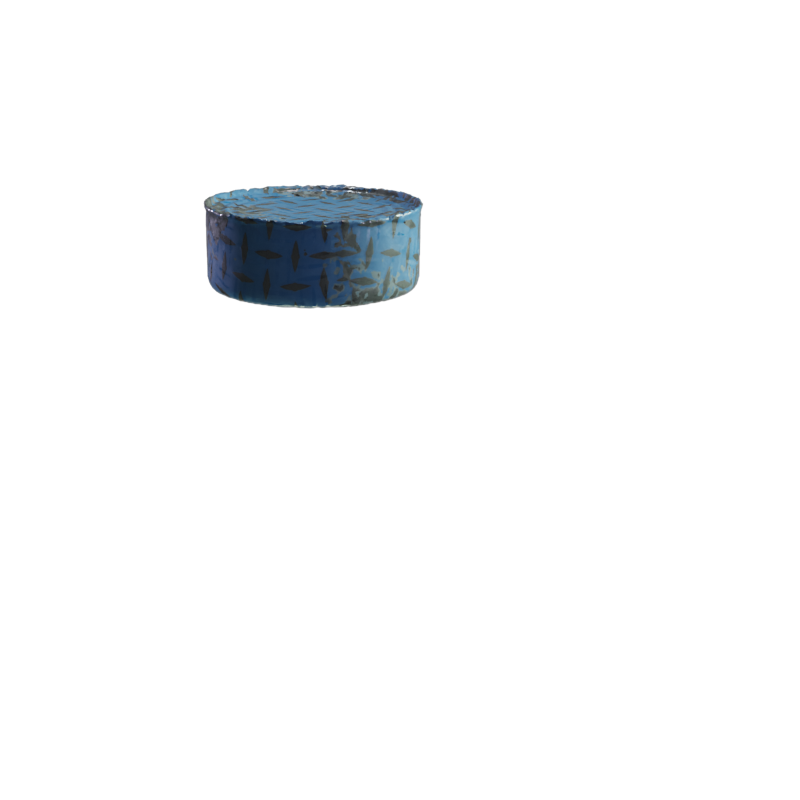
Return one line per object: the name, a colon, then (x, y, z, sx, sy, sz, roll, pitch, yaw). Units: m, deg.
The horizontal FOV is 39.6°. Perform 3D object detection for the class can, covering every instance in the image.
can: (-0.034, -0.063, 0.438, 0.086, 0.032, 0.089, -1, 18, -2)
